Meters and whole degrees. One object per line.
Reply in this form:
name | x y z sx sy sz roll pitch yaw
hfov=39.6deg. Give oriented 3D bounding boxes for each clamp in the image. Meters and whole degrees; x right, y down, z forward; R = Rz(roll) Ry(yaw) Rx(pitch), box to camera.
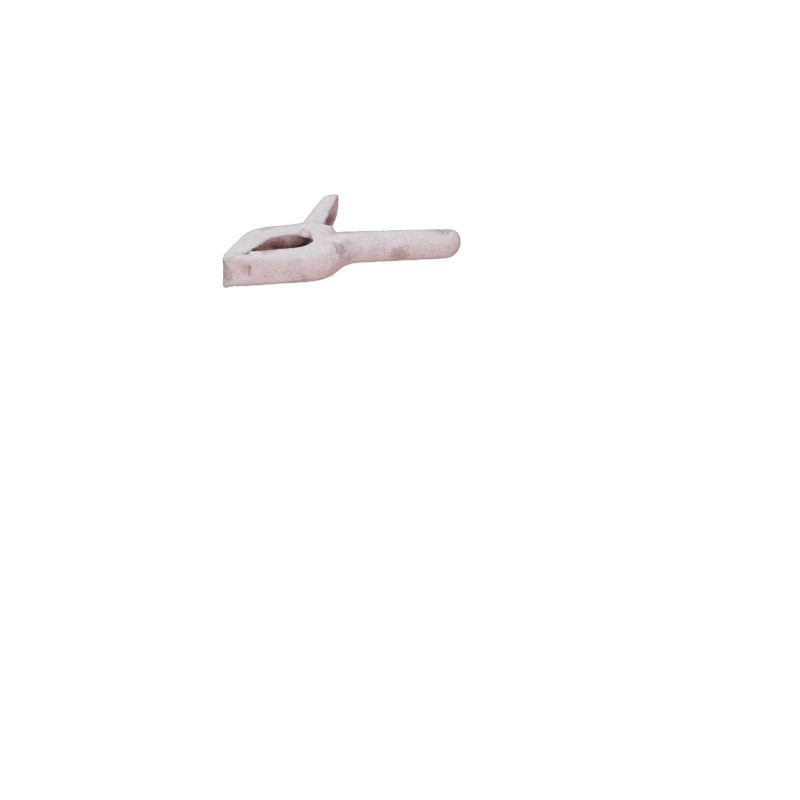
clamp | -0.076 -0.138 0.969 0.206 0.035 0.176 -19 31 -35
